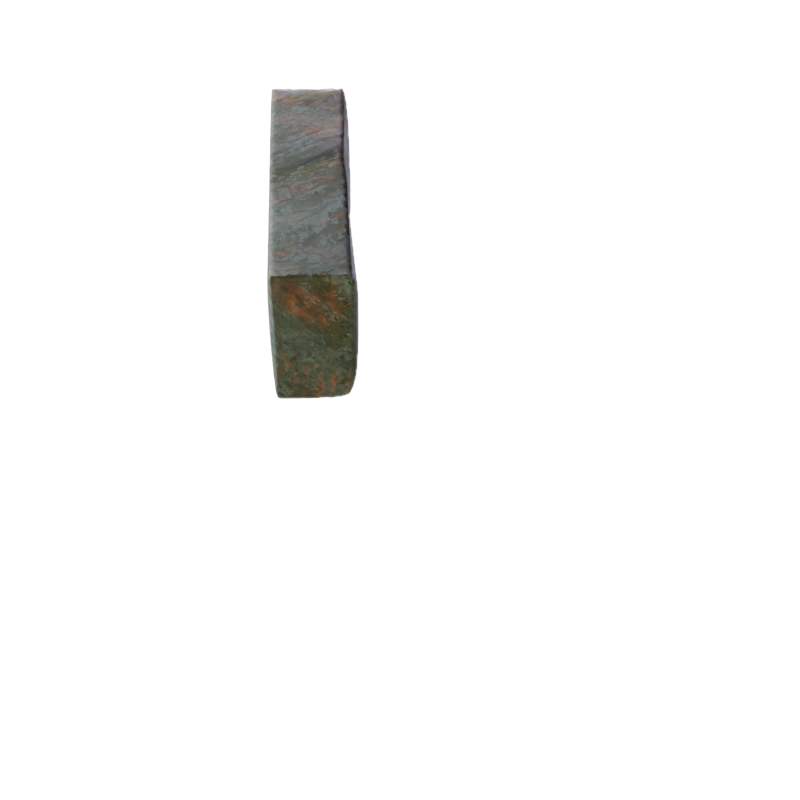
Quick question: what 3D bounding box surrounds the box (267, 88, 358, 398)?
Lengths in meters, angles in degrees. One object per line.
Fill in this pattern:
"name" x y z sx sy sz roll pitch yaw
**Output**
"box" -0.074 -0.134 0.940 0.072 0.229 0.153 -1 -38 -3
